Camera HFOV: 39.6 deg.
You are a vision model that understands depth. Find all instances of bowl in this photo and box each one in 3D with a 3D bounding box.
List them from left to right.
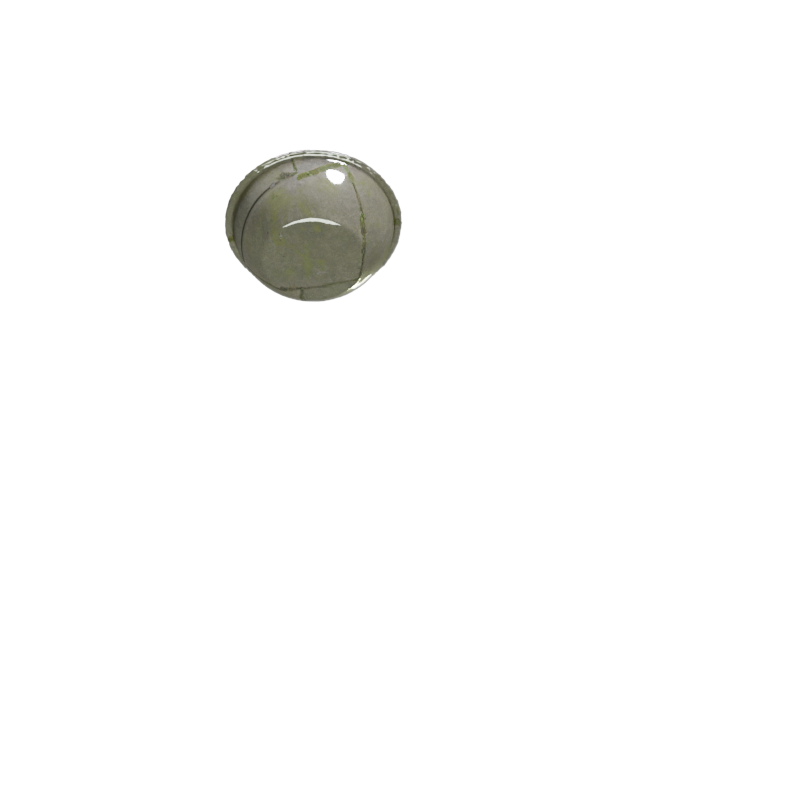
[{"bbox_3d":[-0.078,-0.142,0.993,0.162,0.151,0.059,1,40,-1],"label":"bowl"}]
